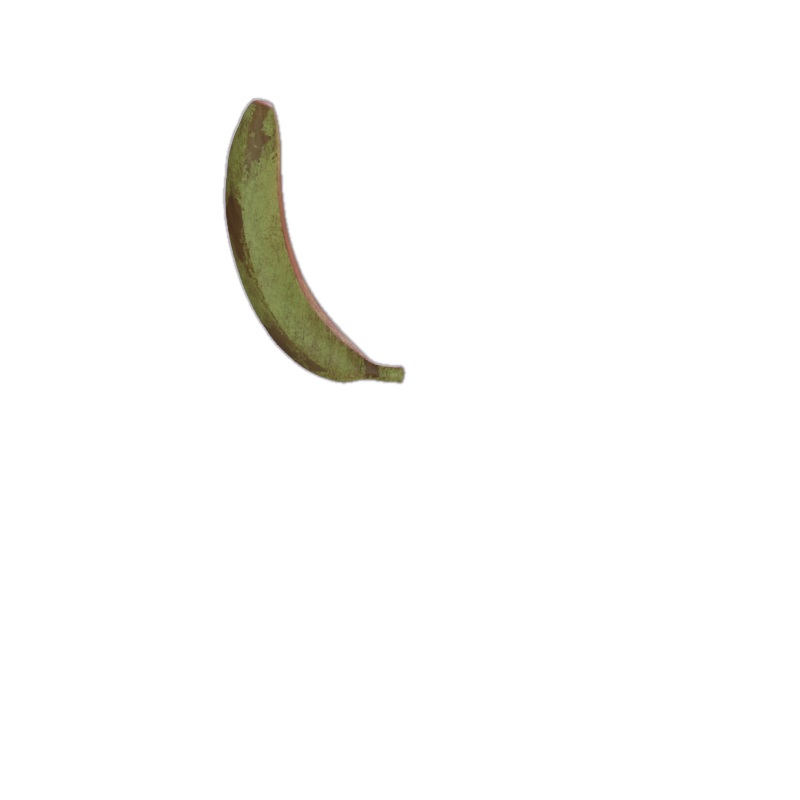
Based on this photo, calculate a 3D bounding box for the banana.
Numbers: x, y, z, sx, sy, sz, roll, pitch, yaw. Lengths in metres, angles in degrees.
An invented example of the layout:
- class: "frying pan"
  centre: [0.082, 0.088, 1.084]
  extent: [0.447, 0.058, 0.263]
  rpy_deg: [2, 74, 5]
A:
- class: "banana"
  centre: [-0.069, -0.088, 0.696]
  extent: [0.069, 0.195, 0.037]
  rpy_deg: [-27, 6, 3]
